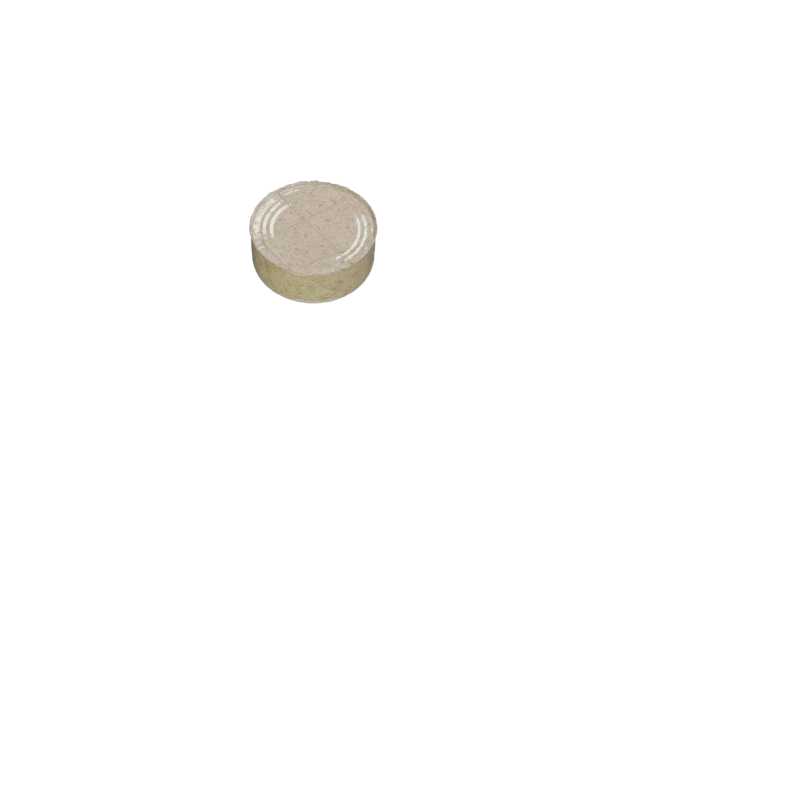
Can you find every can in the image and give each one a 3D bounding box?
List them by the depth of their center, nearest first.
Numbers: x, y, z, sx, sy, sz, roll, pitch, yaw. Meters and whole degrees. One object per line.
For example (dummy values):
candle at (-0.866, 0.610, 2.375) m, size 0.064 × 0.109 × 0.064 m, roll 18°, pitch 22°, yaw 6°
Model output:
can at (-0.059, -0.108, 0.753) m, size 0.086 × 0.092 × 0.031 m, roll -1°, pitch -39°, yaw -1°
